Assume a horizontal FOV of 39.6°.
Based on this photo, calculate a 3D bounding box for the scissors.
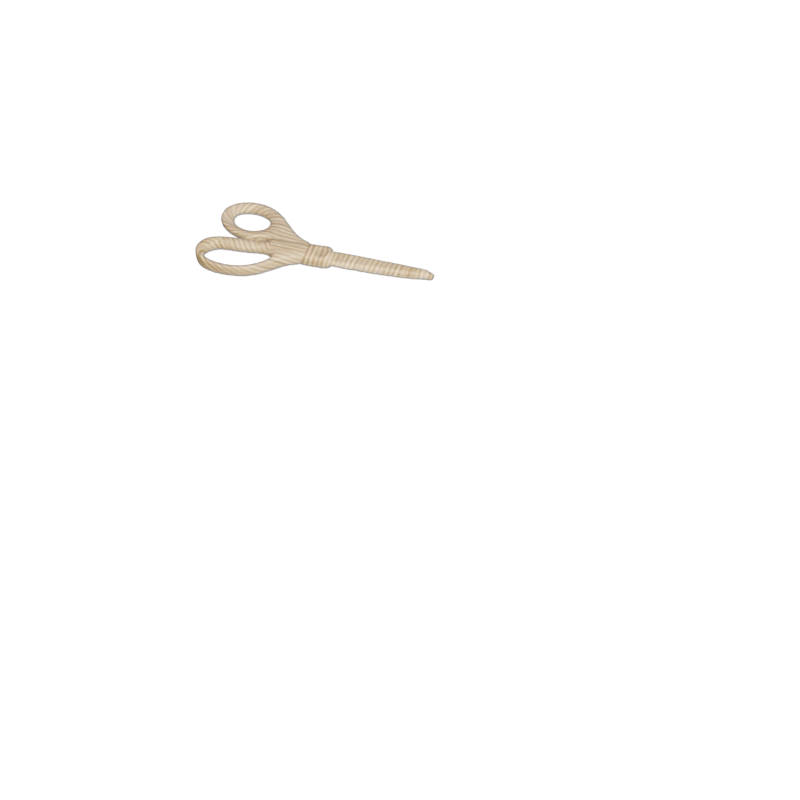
[{"bbox_3d":[-0.075,-0.137,0.961,0.201,0.103,0.015,-1,-44,-1],"label":"scissors"}]
